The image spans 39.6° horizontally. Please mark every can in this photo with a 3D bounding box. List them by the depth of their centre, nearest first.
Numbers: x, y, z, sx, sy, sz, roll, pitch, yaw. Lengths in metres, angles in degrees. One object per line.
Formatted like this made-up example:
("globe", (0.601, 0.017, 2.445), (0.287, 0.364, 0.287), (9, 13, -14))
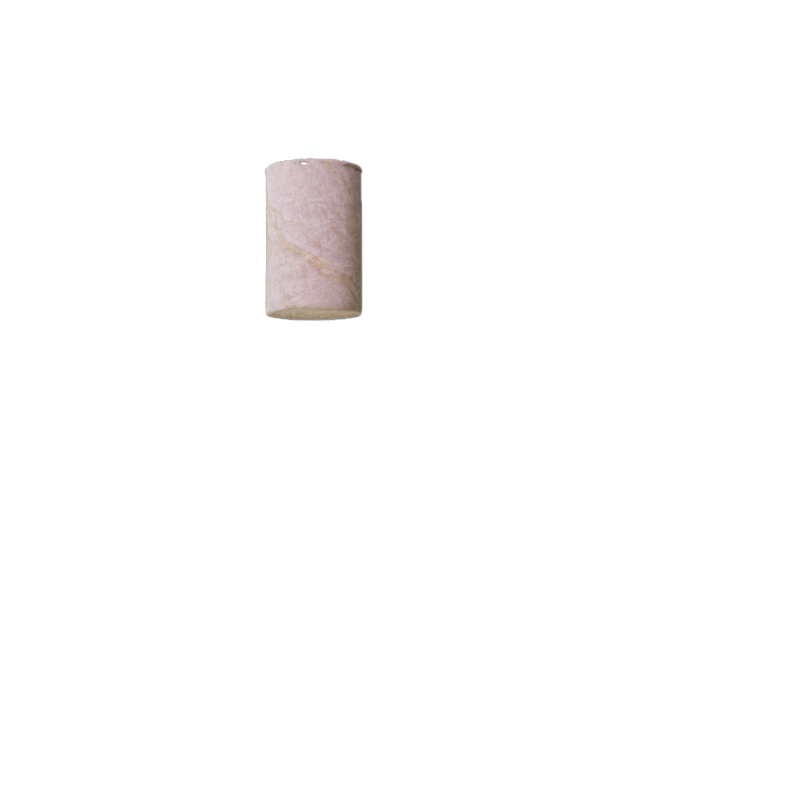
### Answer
("can", (-0.060, -0.109, 0.760), (0.068, 0.105, 0.067), (0, -8, -2))
